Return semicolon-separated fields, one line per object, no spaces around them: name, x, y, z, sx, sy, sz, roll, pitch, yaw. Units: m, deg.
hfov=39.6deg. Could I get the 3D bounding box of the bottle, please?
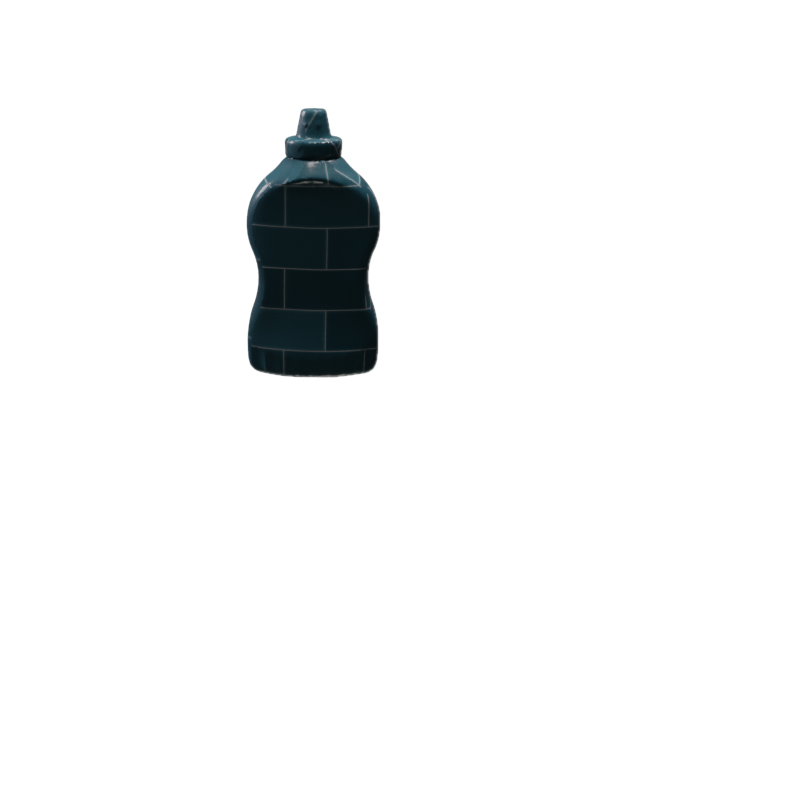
bottle;-0.063;-0.115;0.803;0.096;0.185;0.060;2;15;2
